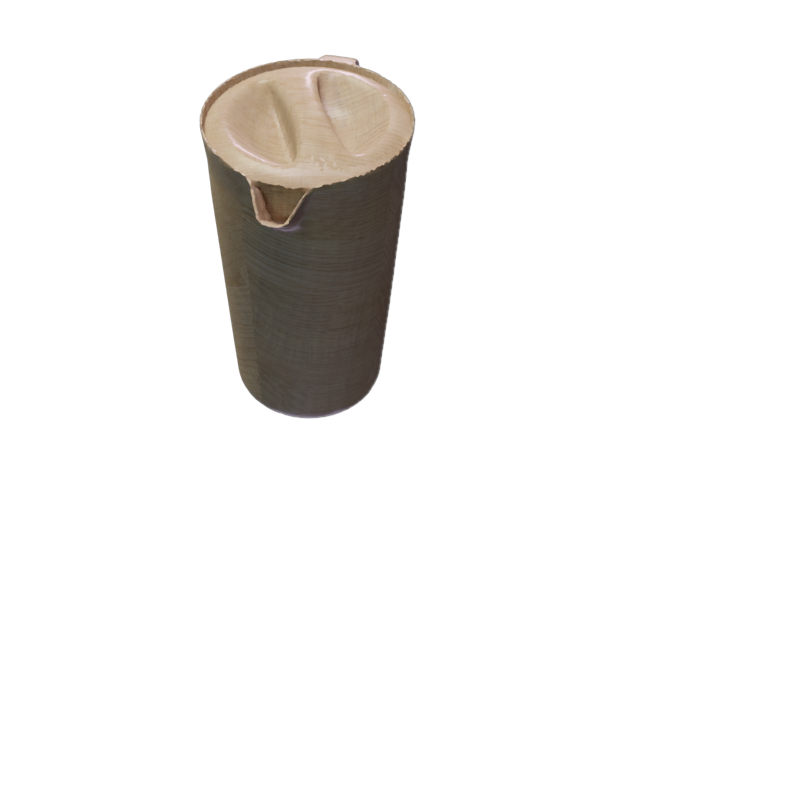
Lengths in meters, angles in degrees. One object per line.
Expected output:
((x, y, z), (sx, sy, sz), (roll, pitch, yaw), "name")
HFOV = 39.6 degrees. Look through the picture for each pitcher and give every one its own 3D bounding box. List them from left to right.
((-0.060, -0.110, 0.769), (0.148, 0.226, 0.156), (-25, 53, -24), "pitcher")
